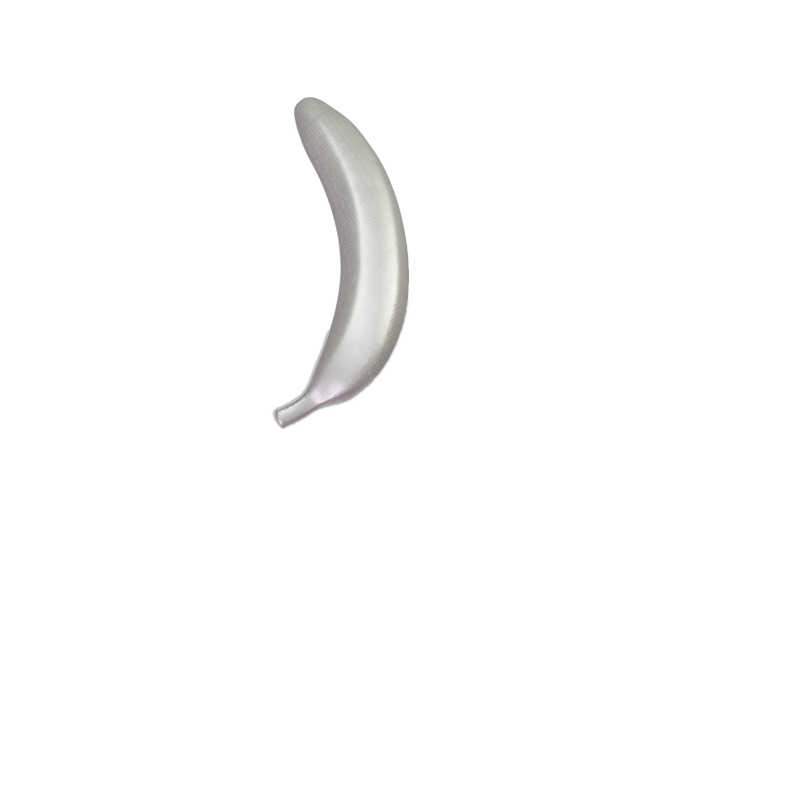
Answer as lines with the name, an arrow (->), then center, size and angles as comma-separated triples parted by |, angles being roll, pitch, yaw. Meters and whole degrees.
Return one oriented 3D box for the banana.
banana -> -0.030, -0.083, 0.612 | 0.070, 0.208, 0.035 | 2, -23, 0
